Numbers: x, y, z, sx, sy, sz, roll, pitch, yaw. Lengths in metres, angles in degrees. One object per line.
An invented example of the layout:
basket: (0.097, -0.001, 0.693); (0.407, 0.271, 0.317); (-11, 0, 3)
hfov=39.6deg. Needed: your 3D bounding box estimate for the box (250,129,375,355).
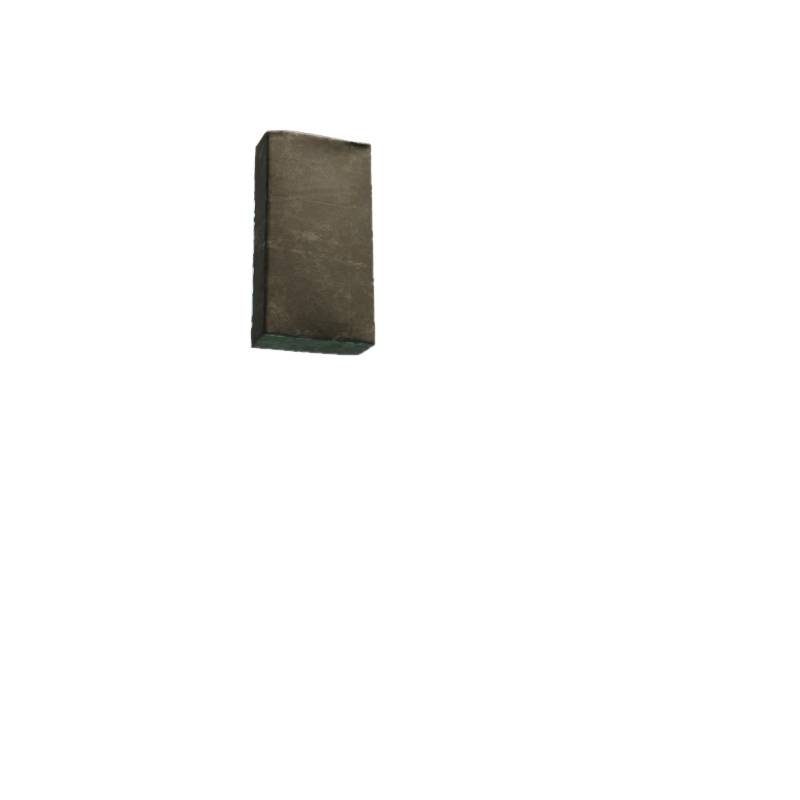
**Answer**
box: (-0.070, -0.127, 0.888); (0.091, 0.184, 0.047); (5, -20, -19)
